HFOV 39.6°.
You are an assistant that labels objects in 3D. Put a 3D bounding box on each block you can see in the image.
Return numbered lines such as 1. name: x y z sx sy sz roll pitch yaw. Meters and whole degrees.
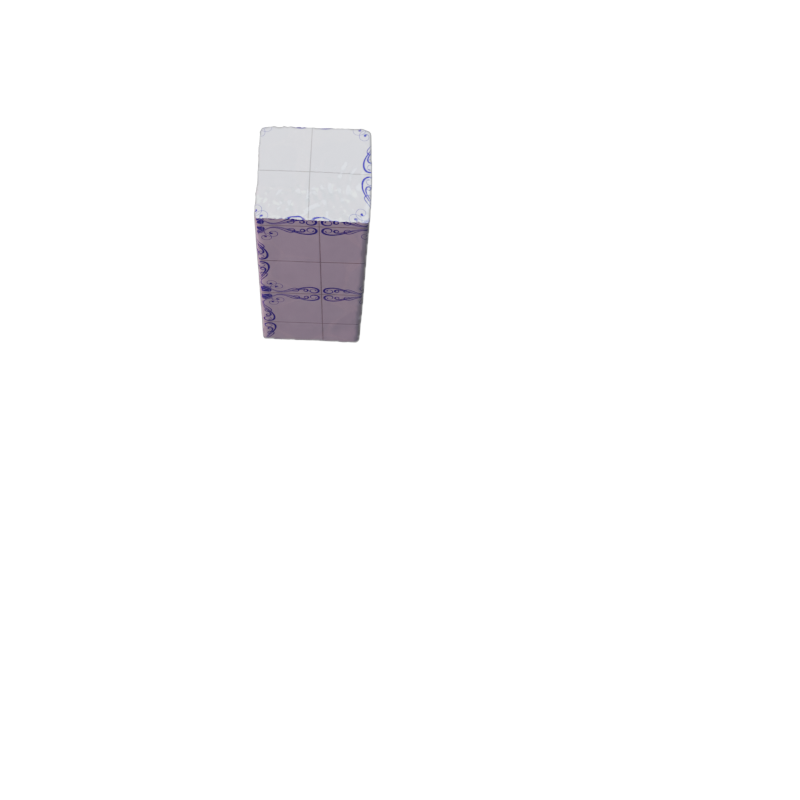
1. block: -0.074 -0.136 0.947 0.090 0.096 0.195 2 -26 -3
